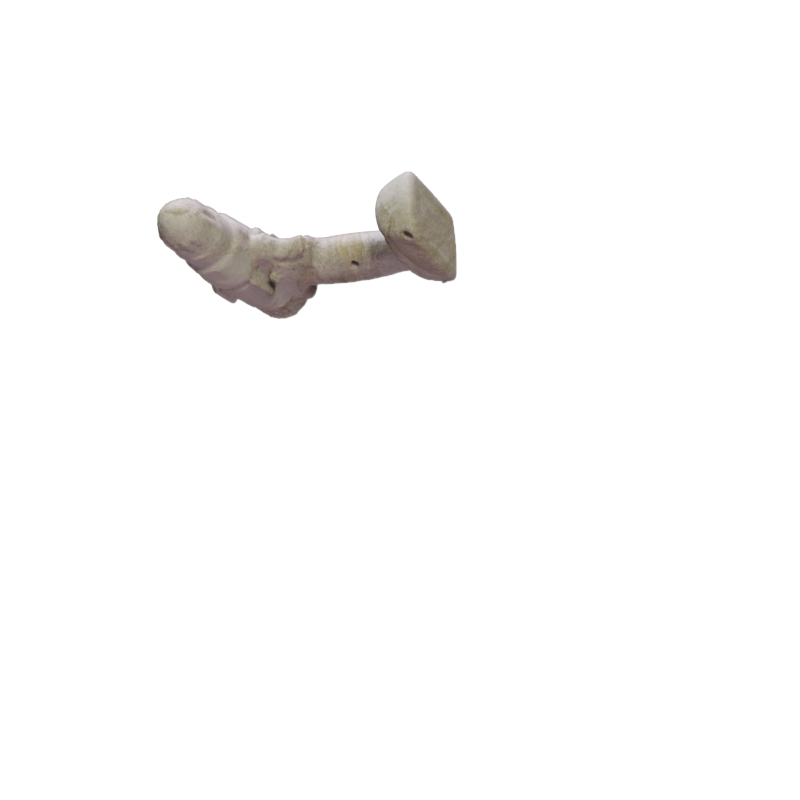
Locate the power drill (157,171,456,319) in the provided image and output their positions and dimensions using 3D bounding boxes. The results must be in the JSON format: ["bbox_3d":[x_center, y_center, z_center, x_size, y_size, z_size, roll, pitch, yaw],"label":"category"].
[{"bbox_3d":[-0.065,-0.118,0.826,0.191,0.060,0.173,-7,-16,23],"label":"power drill"}]
